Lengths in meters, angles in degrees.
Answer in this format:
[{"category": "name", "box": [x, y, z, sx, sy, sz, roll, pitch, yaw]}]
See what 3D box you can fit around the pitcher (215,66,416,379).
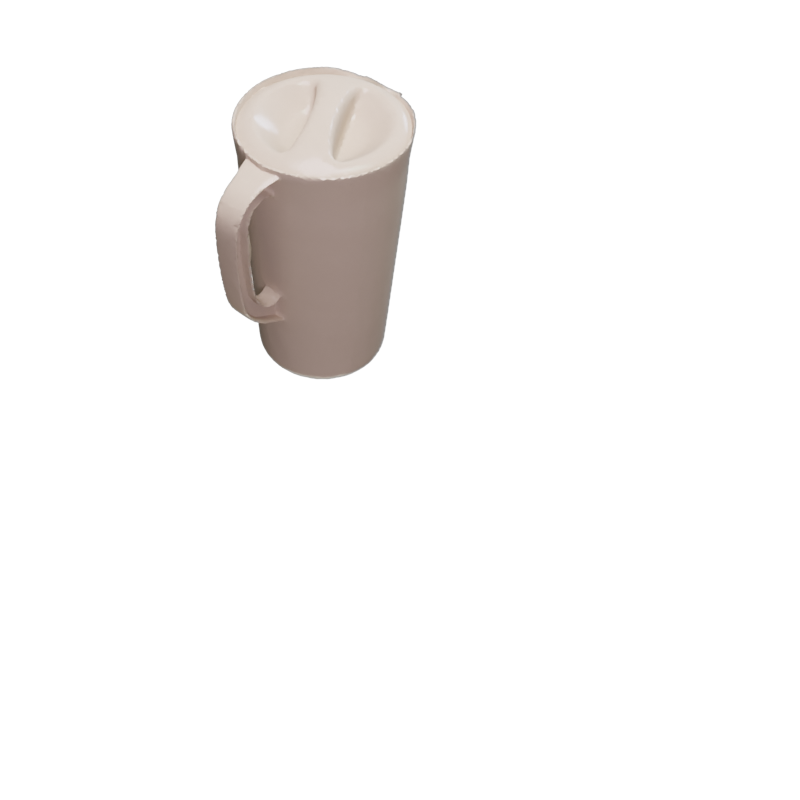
[{"category": "pitcher", "box": [-0.068, -0.124, 0.872, 0.148, 0.156, 0.226, -4, -42, -6]}]
